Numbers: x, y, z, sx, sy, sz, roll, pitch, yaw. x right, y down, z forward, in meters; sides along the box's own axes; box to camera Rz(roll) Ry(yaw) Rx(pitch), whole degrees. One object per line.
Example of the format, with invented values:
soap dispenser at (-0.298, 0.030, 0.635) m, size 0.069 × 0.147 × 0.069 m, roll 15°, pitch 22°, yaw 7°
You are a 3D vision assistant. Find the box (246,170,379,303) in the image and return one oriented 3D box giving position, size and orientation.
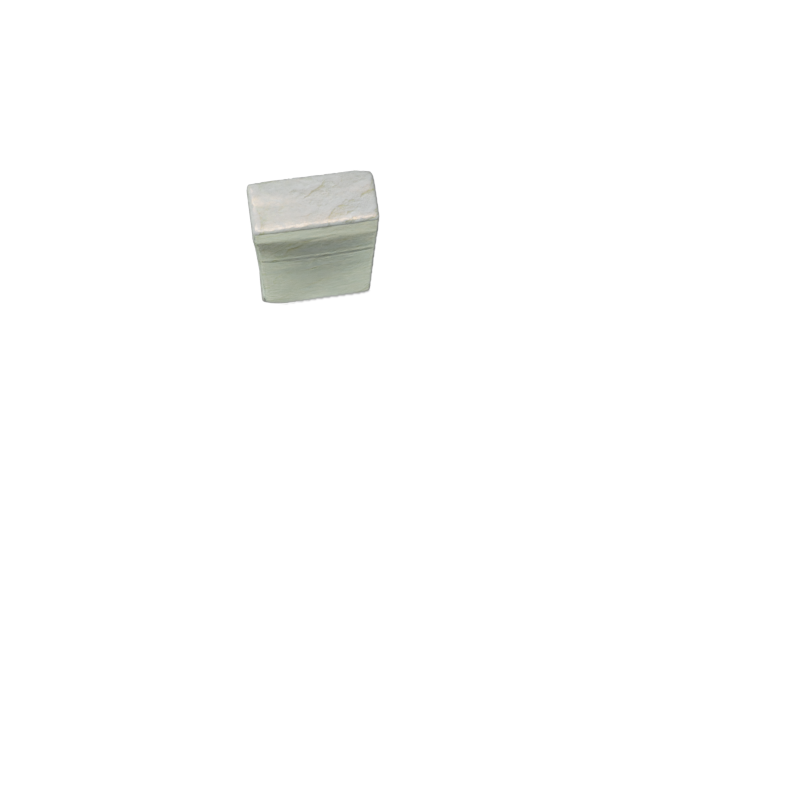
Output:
box at (-0.067, -0.124, 0.863) m, size 0.093 × 0.050 × 0.169 m, roll -7°, pitch -14°, yaw -5°
